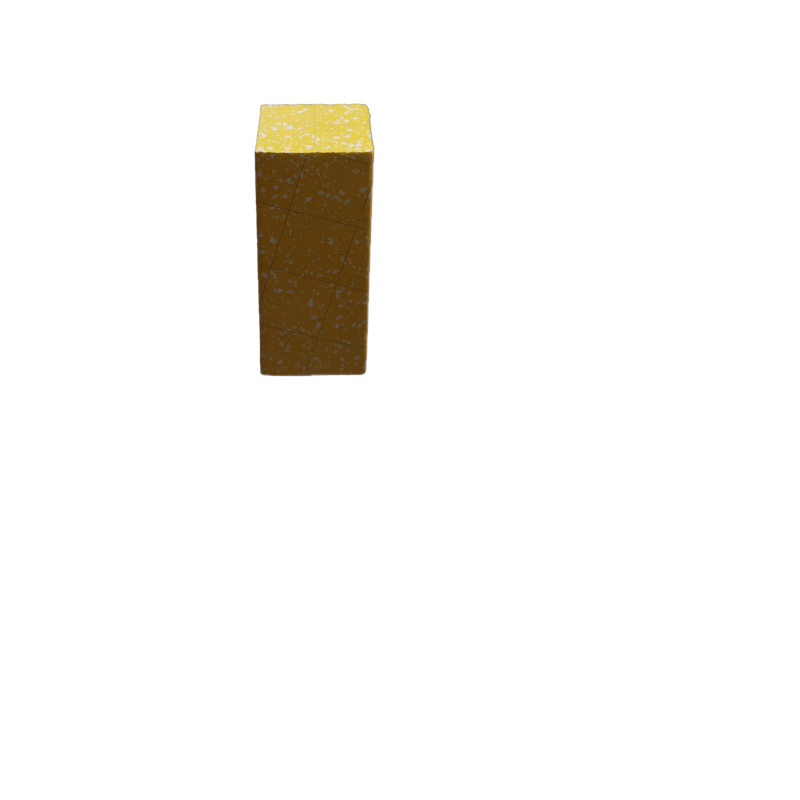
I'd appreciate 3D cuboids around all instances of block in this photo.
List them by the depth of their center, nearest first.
[{"bbox_3d":[-0.070,-0.129,0.904,0.090,0.194,0.097,0,33,-3],"label":"block"}]
